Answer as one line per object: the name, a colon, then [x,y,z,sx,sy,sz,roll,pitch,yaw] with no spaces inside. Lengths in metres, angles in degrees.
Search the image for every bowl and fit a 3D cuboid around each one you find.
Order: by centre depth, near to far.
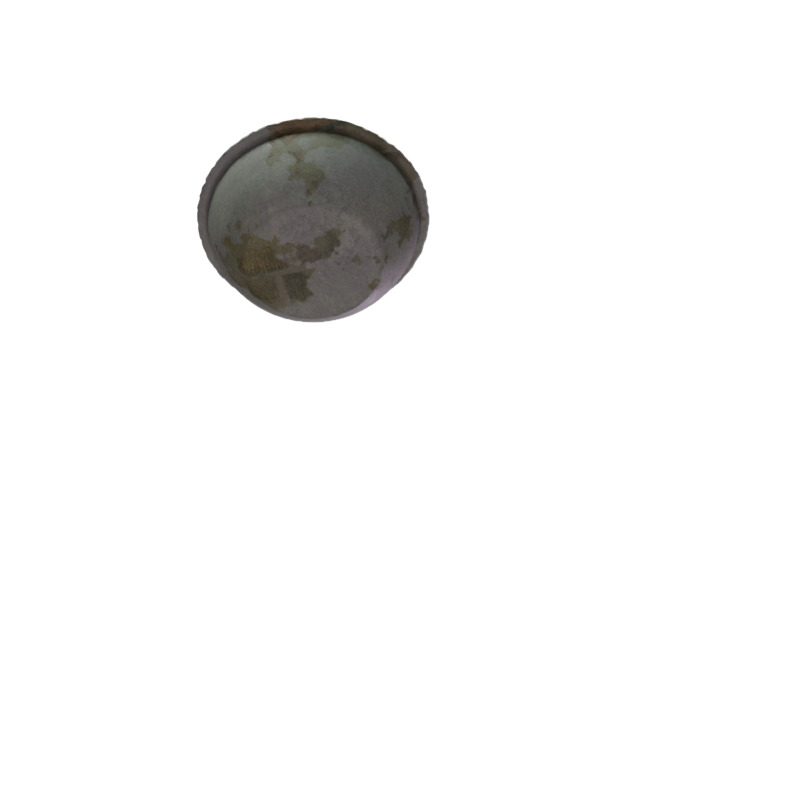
bowl: [-0.059,-0.107,0.750,0.162,0.152,0.059,1,37,-1]
